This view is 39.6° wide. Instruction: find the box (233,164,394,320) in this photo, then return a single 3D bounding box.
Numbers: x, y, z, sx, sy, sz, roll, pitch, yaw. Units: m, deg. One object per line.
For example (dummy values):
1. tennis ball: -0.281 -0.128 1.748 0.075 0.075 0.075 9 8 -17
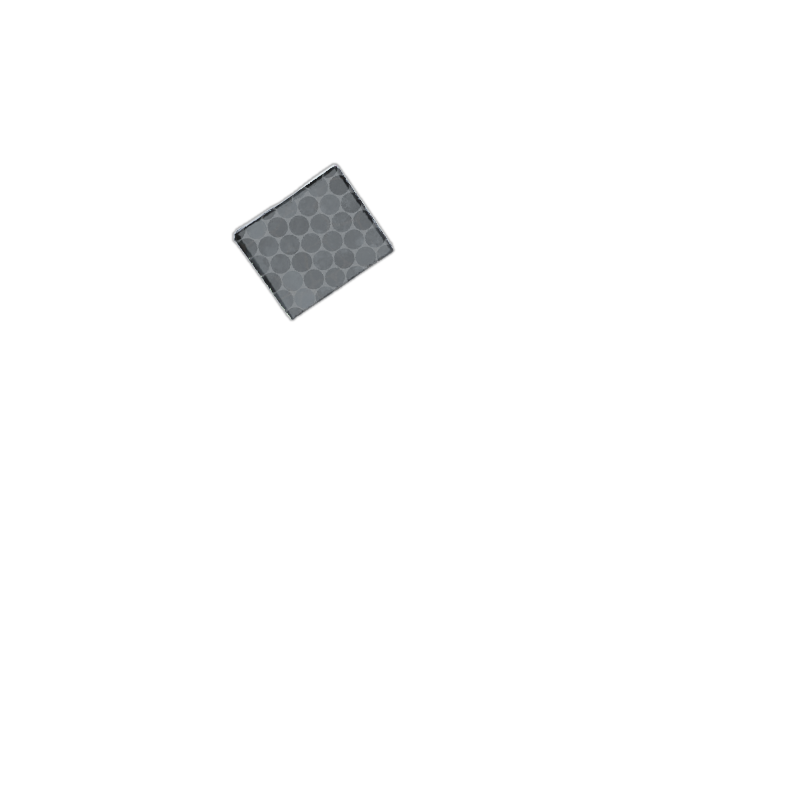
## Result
1. box: -0.061 -0.111 0.775 0.089 0.072 0.031 -34 7 4
